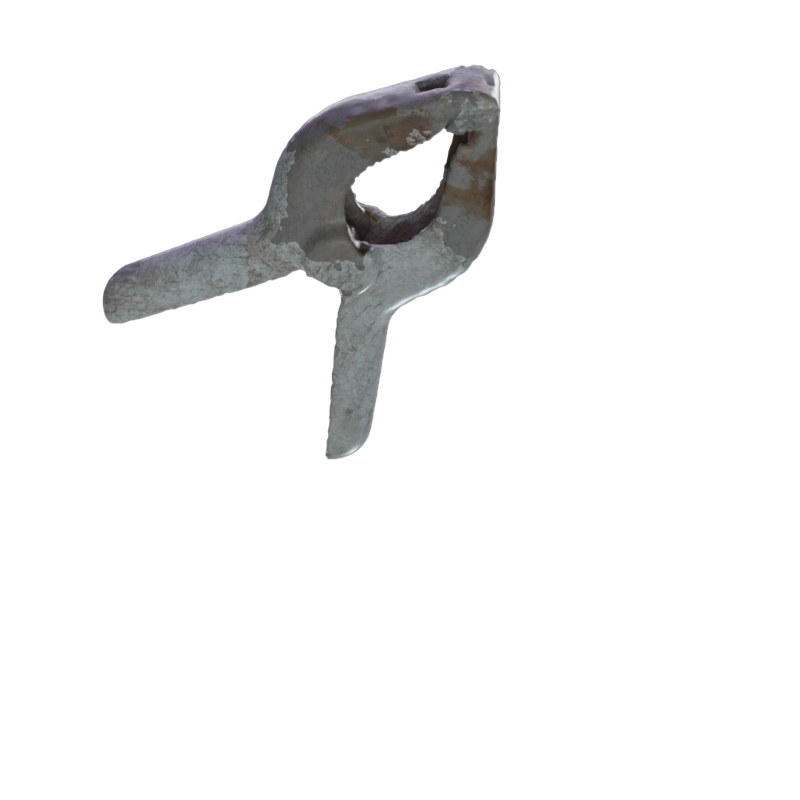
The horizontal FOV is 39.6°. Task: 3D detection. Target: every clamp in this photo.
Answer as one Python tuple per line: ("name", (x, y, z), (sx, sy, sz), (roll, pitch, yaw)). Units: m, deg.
("clamp", (-0.032, -0.058, 0.406), (0.116, 0.166, 0.042), (24, 30, -16))
